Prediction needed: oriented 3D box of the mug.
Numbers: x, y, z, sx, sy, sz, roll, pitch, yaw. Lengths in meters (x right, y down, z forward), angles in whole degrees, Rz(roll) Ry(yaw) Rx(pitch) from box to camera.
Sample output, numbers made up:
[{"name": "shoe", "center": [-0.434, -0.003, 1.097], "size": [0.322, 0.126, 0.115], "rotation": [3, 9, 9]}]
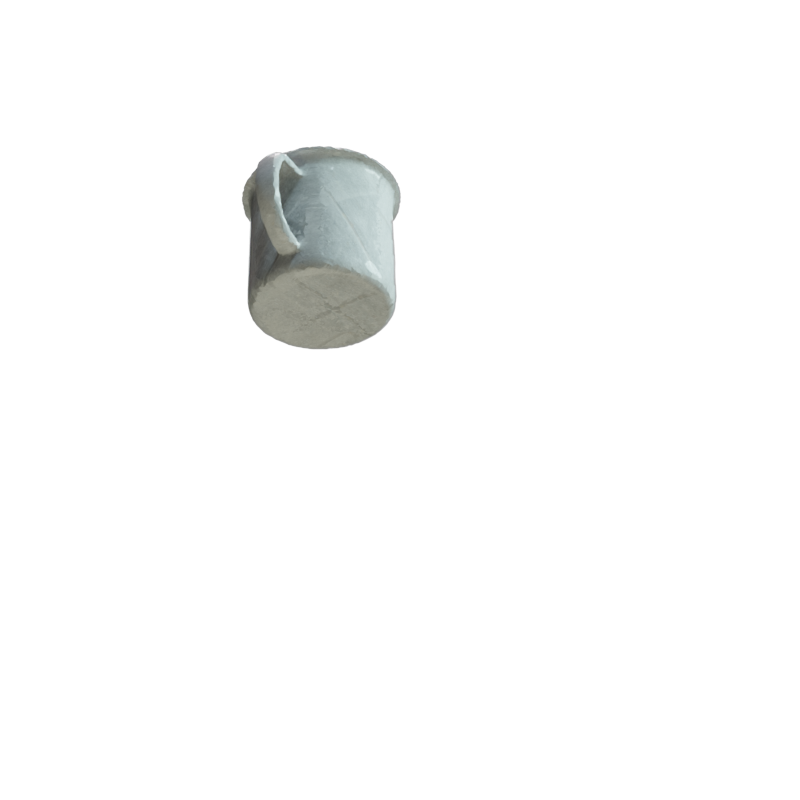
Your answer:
[{"name": "mug", "center": [-0.048, -0.088, 0.617], "size": [0.094, 0.087, 0.108], "rotation": [-13, -36, 16]}]
